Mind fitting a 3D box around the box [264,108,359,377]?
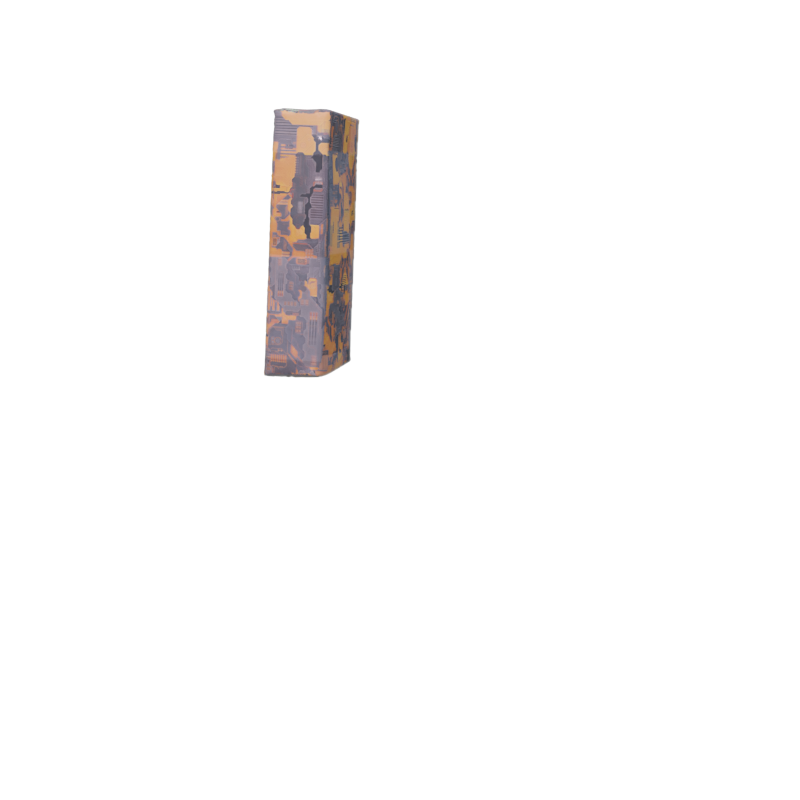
[{"bbox_3d":[-0.060,-0.109,0.761,0.049,0.175,0.092,1,3,11],"label":"box"}]
